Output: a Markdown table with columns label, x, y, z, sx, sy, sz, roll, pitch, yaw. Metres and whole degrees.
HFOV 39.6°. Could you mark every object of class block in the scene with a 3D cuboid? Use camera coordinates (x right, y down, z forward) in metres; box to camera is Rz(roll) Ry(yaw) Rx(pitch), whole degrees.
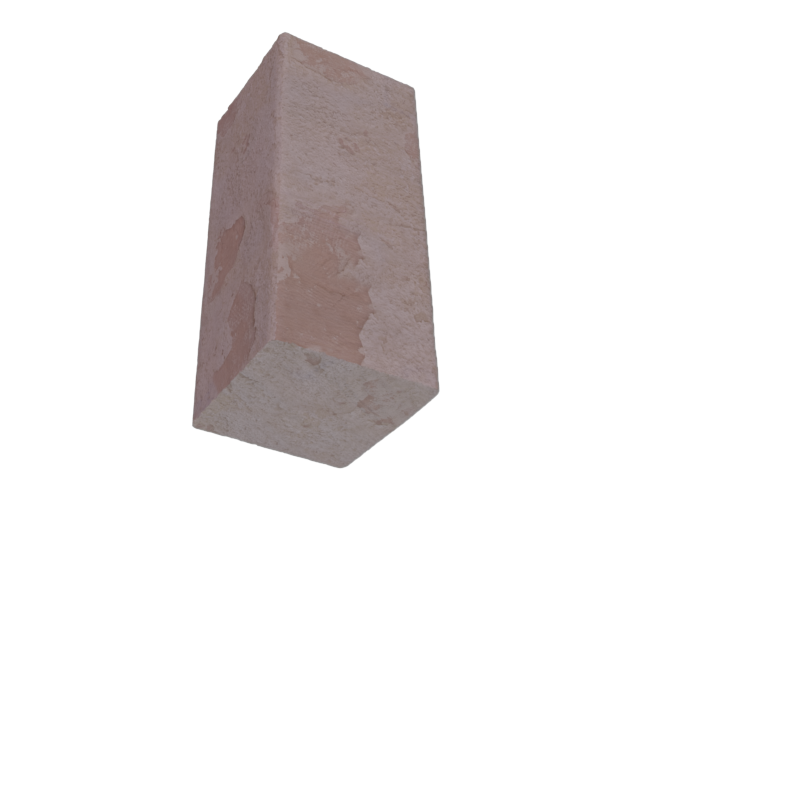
| label | x | y | z | sx | sy | sz | roll | pitch | yaw |
| --- | --- | --- | --- | --- | --- | --- | --- | --- | --- |
| block | -0.046 | -0.084 | 0.589 | 0.087 | 0.221 | 0.088 | 18 | -41 | -26 |
